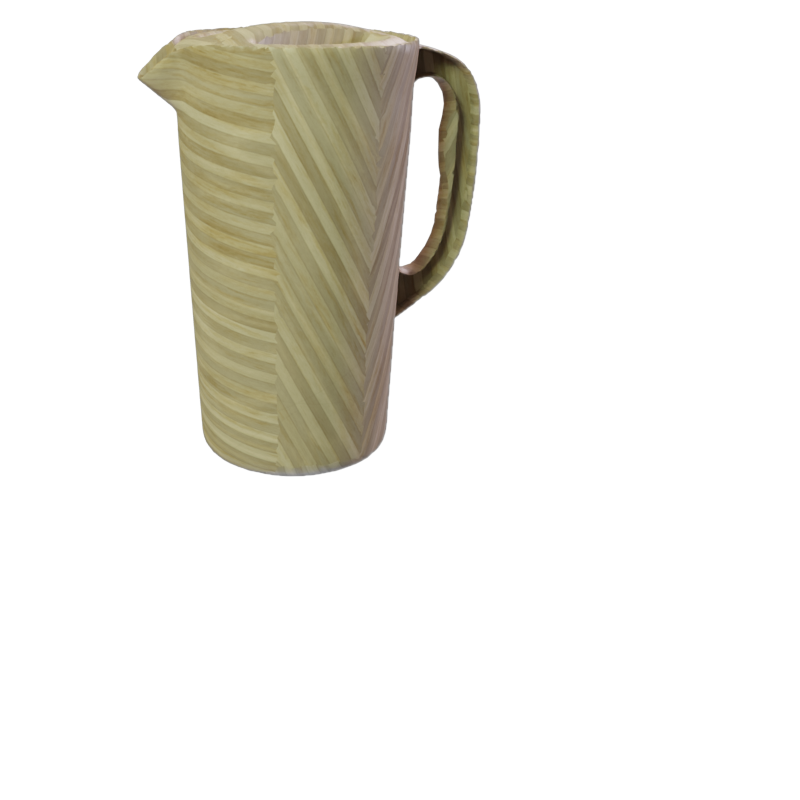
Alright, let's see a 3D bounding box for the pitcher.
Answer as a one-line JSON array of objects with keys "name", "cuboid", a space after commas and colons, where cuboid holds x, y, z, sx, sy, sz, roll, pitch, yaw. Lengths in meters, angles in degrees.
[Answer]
[{"name": "pitcher", "cuboid": [-0.049, -0.089, 0.622, 0.155, 0.234, 0.145, 10, 20, 24]}]
